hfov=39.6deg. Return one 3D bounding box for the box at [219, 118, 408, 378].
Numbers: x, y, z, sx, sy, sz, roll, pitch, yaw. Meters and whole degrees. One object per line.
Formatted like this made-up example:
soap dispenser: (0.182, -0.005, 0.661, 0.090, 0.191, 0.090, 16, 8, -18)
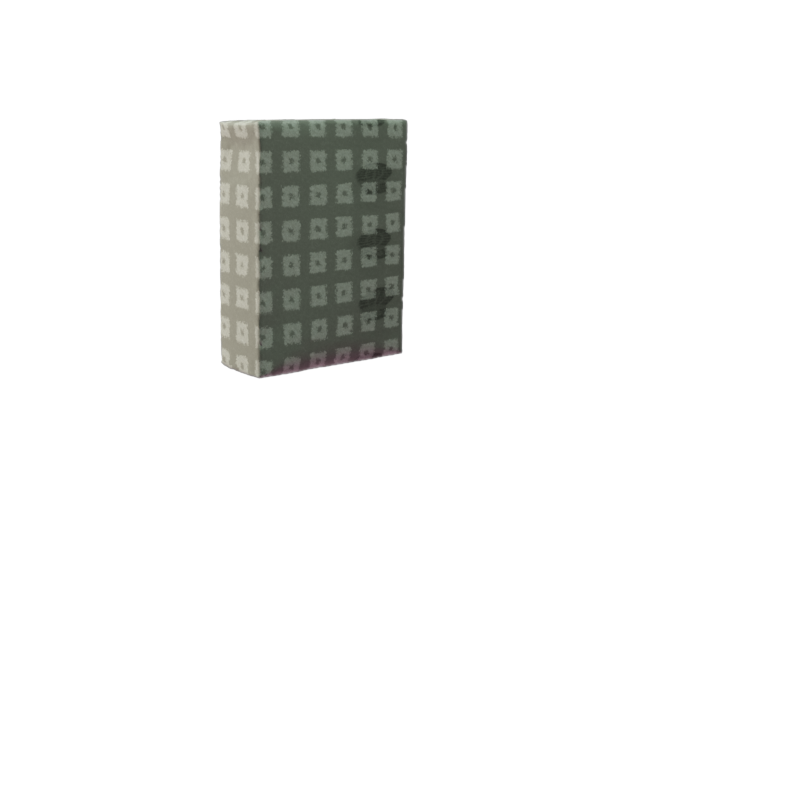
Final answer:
box: (-0.076, -0.139, 0.970, 0.159, 0.210, 0.075, -8, 11, -40)
